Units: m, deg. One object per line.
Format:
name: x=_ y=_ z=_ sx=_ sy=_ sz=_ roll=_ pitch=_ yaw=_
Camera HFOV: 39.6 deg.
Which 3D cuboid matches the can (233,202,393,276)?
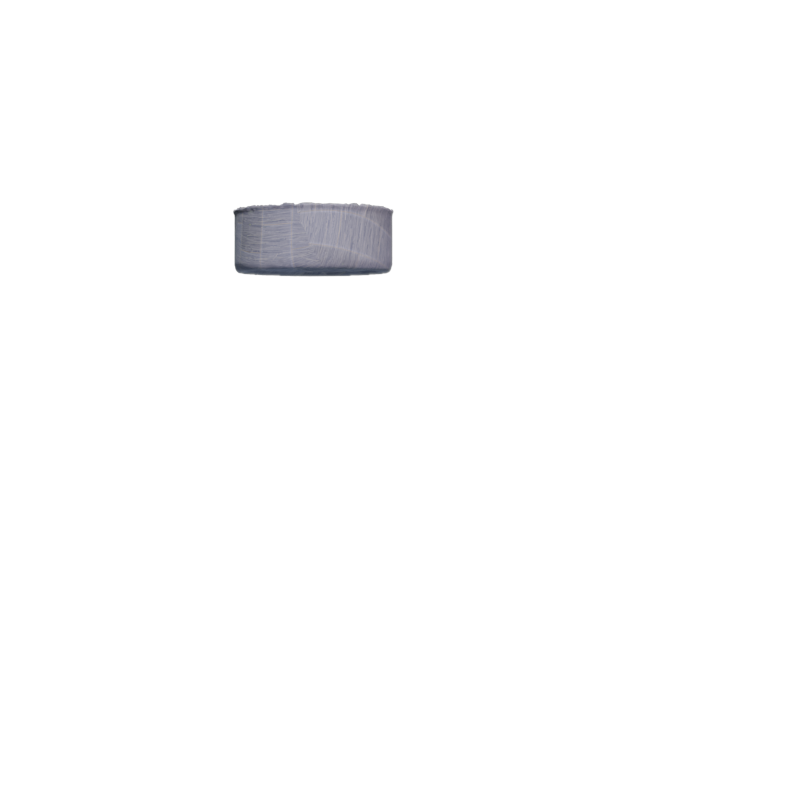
can: x=-0.046 y=-0.085 z=0.593 sx=0.086 sy=0.034 sz=0.086 roll=0 pitch=3 yaw=-2
